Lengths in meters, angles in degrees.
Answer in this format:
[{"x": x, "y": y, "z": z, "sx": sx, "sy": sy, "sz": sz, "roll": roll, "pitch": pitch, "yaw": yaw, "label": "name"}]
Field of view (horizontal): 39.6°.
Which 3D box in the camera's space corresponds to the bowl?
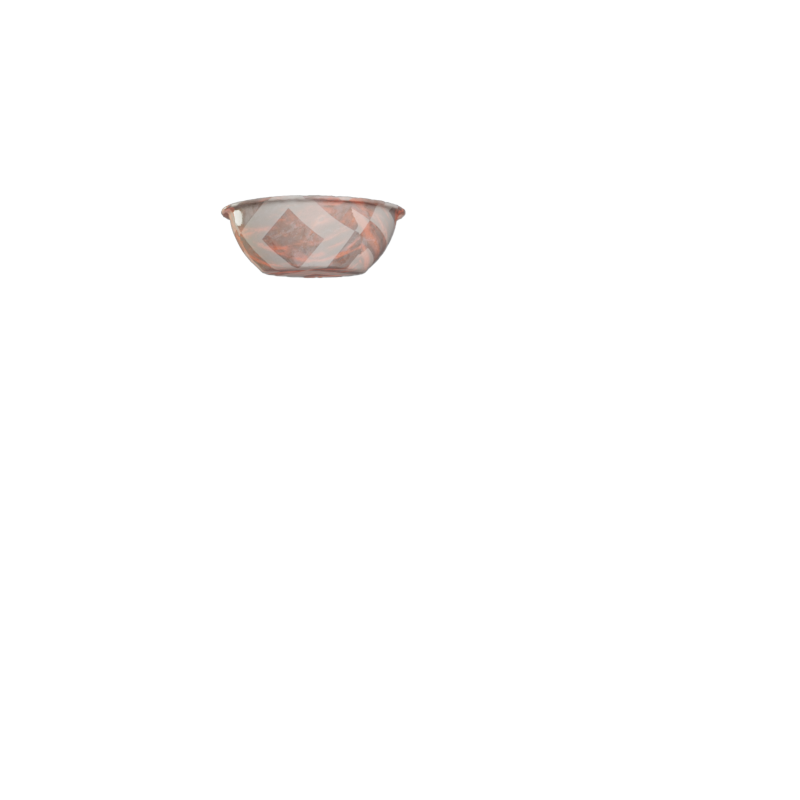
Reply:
[{"x": -0.076, "y": -0.138, "z": 0.968, "sx": 0.162, "sy": 0.056, "sz": 0.161, "roll": 0, "pitch": 0, "yaw": -2, "label": "bowl"}]
